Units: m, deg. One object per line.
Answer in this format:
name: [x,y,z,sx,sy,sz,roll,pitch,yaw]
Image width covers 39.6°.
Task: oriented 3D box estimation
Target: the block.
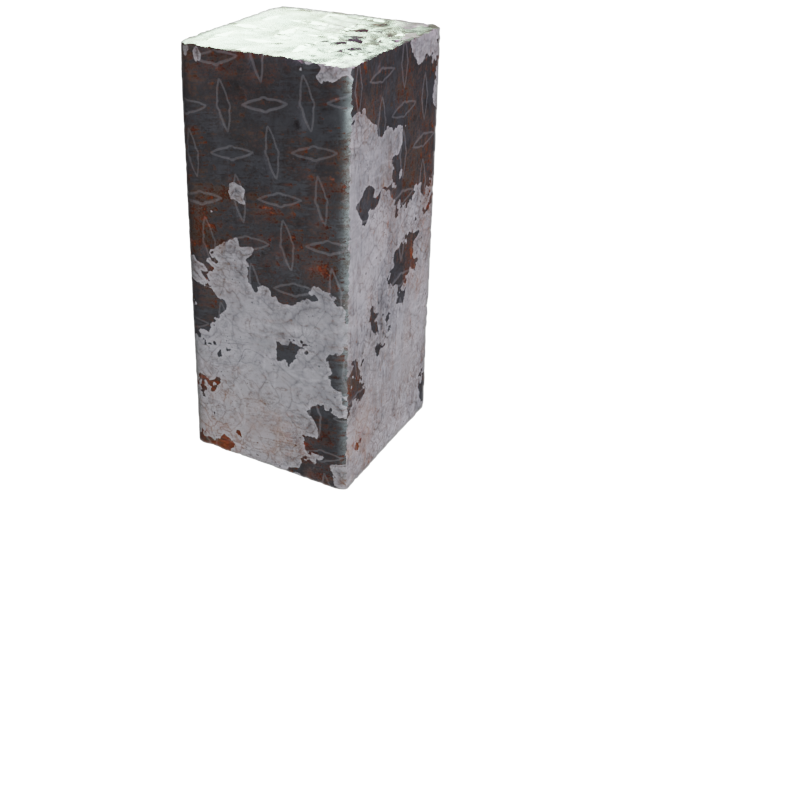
block: [-0.043,-0.077,0.540,0.094,0.195,0.092,15,29,24]
